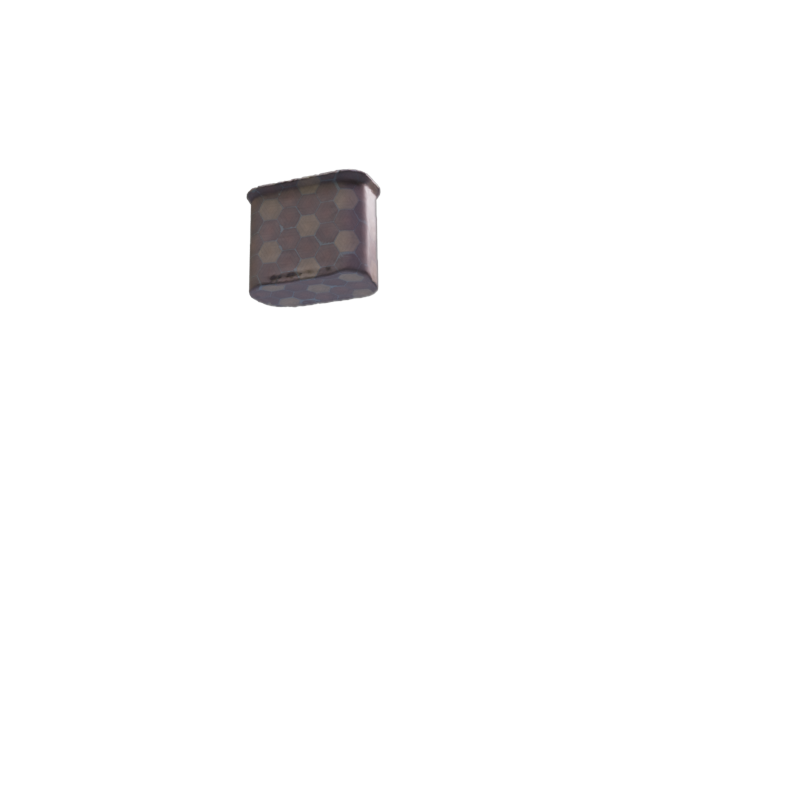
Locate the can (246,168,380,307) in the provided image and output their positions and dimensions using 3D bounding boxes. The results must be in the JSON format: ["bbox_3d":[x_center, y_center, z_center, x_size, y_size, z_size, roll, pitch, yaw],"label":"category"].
[{"bbox_3d":[-0.066,-0.120,0.843,0.104,0.088,0.054,-8,-22,20],"label":"can"}]
